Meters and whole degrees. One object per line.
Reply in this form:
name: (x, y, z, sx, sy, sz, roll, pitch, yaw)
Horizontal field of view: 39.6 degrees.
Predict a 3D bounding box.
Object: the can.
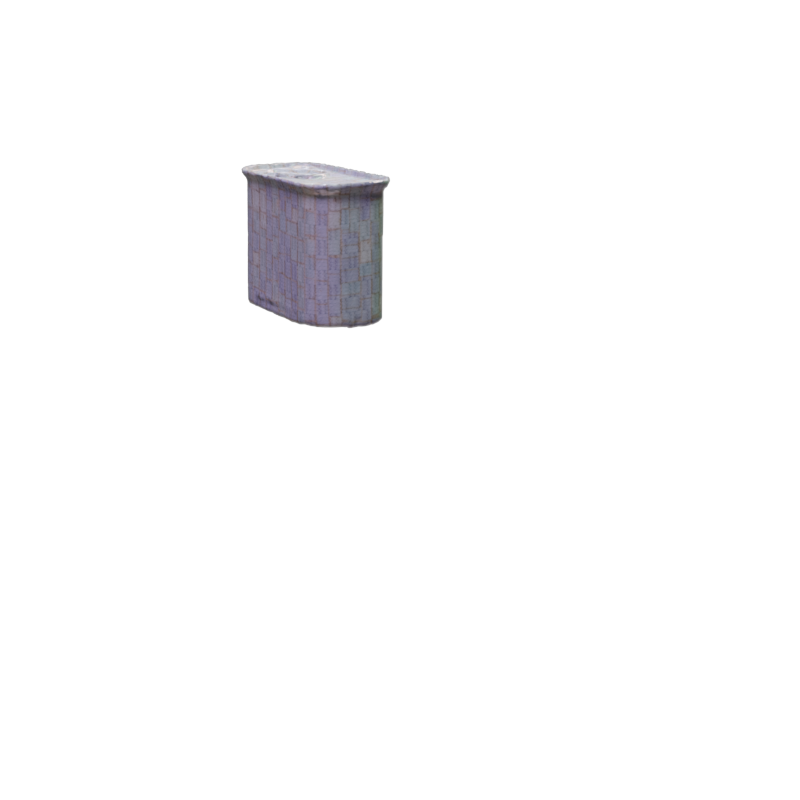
can: (-0.052, -0.094, 0.658, 0.056, 0.081, 0.108, -8, 18, -32)
